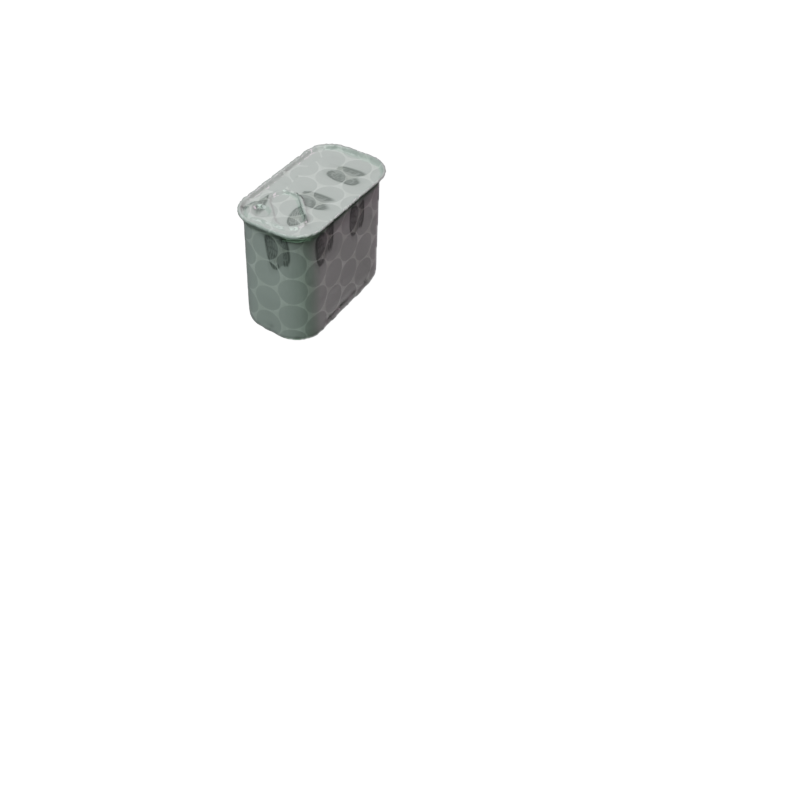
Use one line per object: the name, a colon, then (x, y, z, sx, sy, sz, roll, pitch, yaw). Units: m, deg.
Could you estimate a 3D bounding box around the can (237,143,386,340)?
can: (-0.055, -0.100, 0.698, 0.060, 0.078, 0.104, 23, 45, 22)
